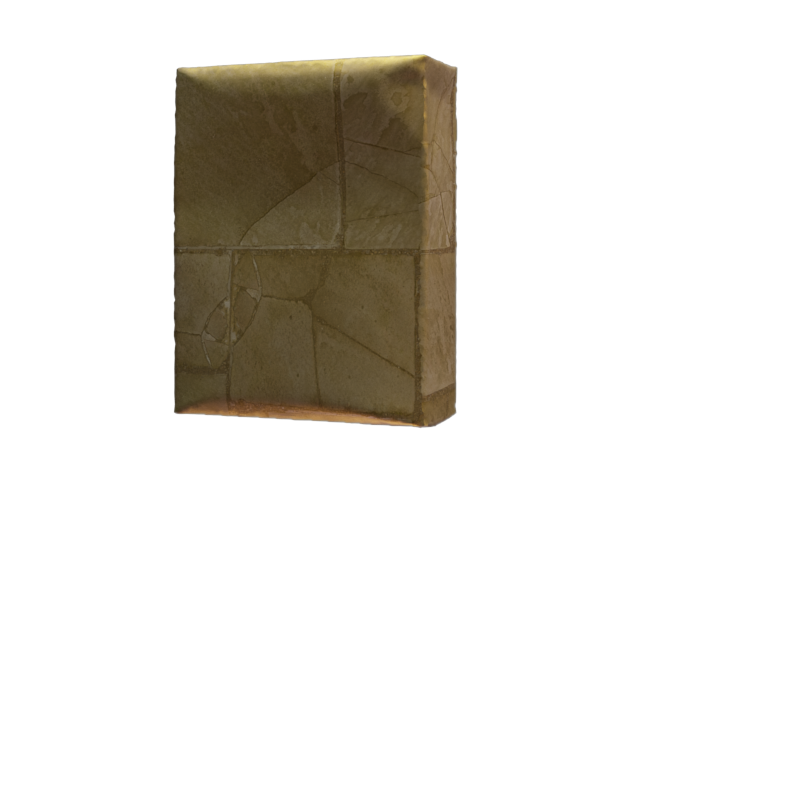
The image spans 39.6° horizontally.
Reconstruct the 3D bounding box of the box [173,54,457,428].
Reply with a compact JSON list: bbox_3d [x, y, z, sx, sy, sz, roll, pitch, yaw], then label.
[{"bbox_3d":[-0.052,-0.096,0.670,0.169,0.213,0.070,2,2,21],"label":"box"}]
